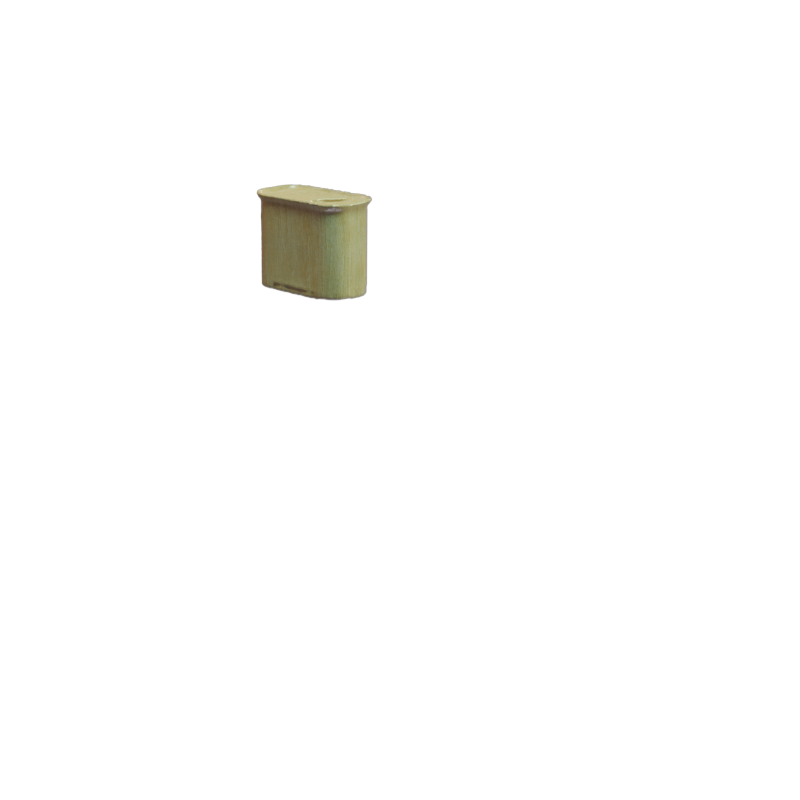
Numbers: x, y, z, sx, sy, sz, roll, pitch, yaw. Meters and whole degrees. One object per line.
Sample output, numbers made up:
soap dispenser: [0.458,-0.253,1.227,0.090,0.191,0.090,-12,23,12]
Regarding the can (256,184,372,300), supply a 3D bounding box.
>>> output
can: [-0.074,-0.135,0.947,0.107,0.081,0.056,15,21,39]
